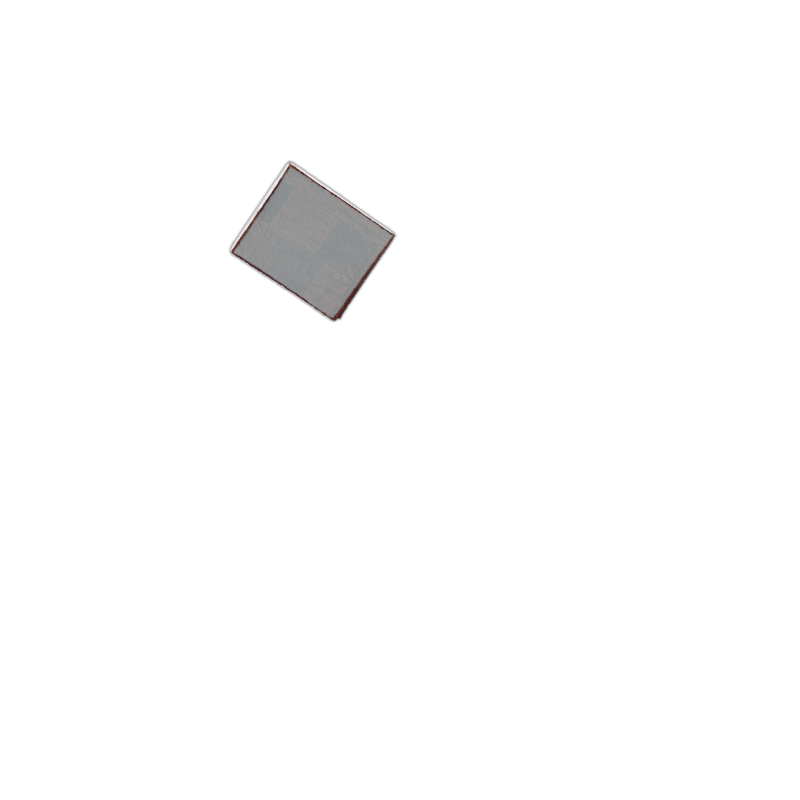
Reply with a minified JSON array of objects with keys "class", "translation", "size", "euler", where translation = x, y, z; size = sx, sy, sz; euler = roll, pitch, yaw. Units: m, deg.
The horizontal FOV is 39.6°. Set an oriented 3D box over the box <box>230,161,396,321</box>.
[{"class":"box","translation":[-0.059,-0.108,0.755],"size":[0.088,0.073,0.031],"euler":[34,6,-4]}]
